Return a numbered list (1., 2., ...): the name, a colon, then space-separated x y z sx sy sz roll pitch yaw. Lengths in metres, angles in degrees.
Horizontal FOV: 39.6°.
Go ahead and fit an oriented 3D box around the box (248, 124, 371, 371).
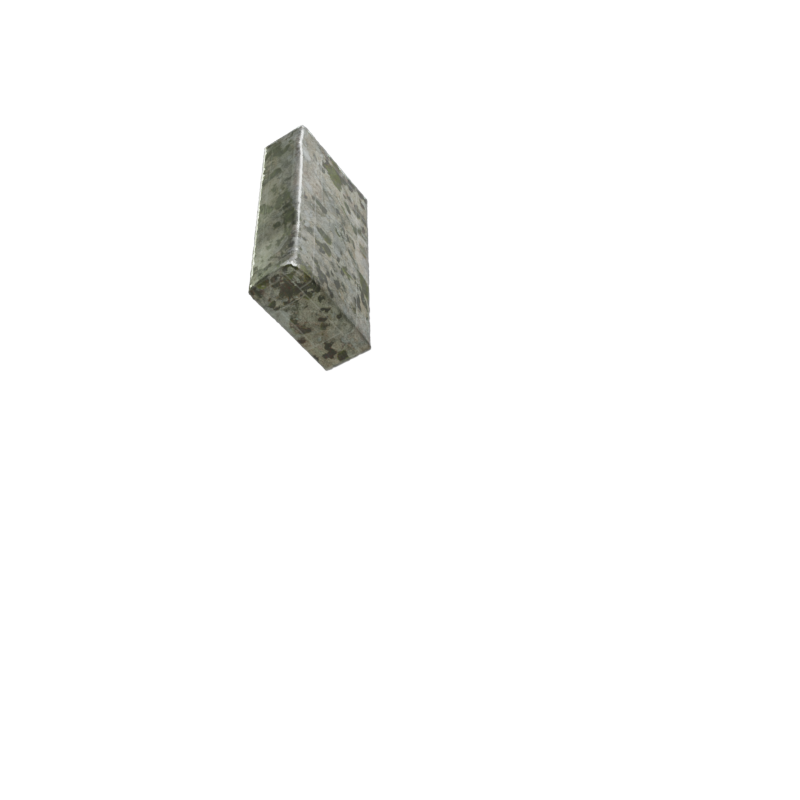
1. box: -0.064 -0.116 0.816 0.048 0.189 0.087 -30 -54 20
